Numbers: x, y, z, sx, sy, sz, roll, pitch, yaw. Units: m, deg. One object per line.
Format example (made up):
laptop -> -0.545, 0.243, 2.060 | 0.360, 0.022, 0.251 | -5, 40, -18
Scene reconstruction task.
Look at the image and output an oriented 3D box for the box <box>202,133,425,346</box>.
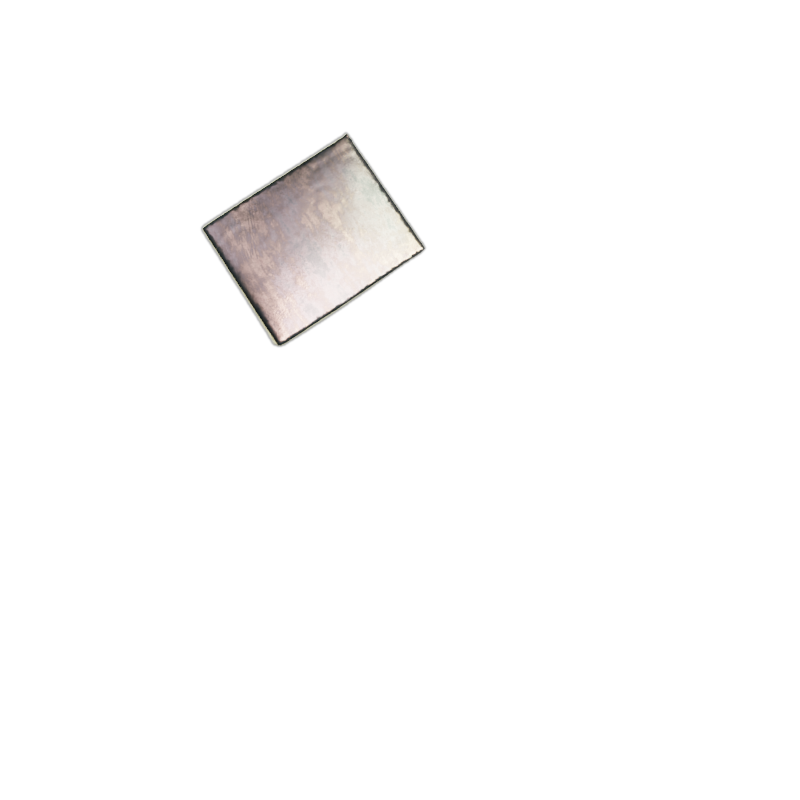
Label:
box -> -0.055, -0.101, 0.705 | 0.113, 0.091, 0.038 | -34, -5, -4
